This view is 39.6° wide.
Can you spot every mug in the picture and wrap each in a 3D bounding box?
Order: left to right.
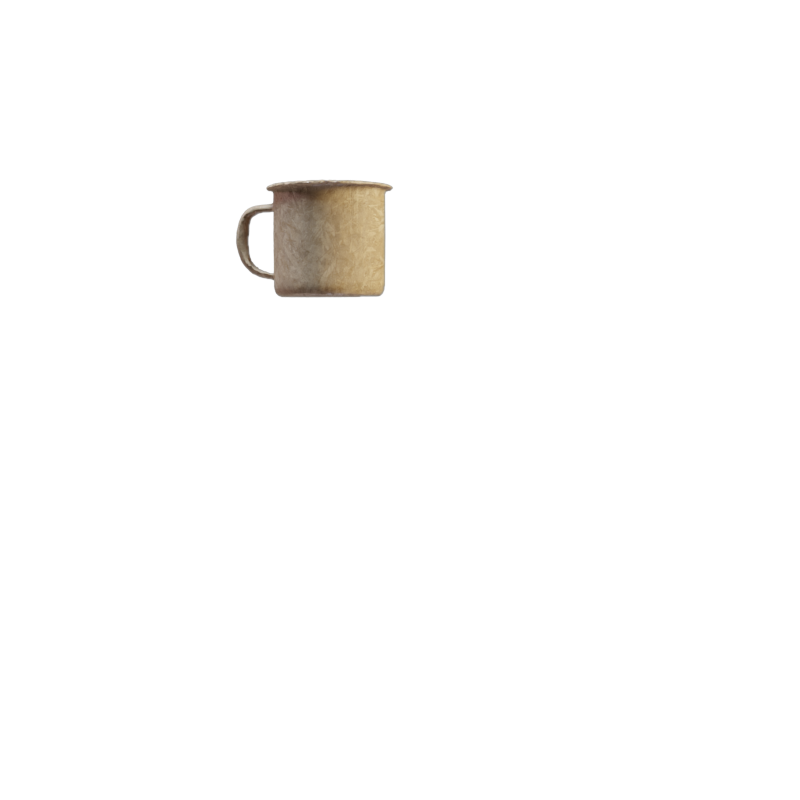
[{"bbox_3d":[-0.064,-0.116,0.815,0.118,0.082,0.092,0,2,8],"label":"mug"}]
